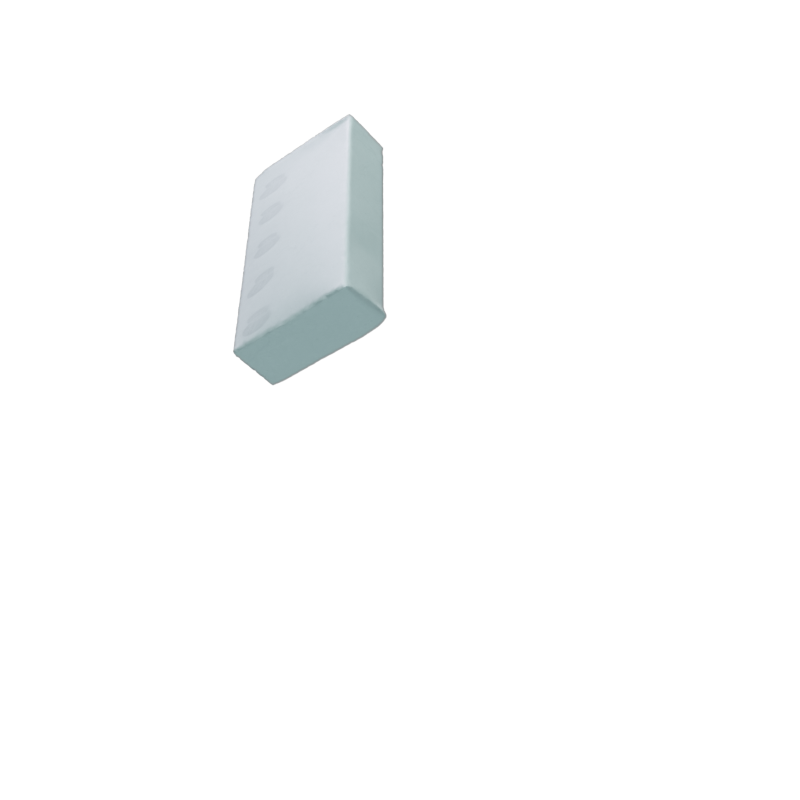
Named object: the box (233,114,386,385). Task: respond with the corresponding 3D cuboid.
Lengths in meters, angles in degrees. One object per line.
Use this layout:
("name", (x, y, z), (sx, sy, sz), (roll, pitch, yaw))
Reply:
("box", (-0.057, -0.104, 0.727), (0.093, 0.189, 0.045), (-29, -49, 25))
